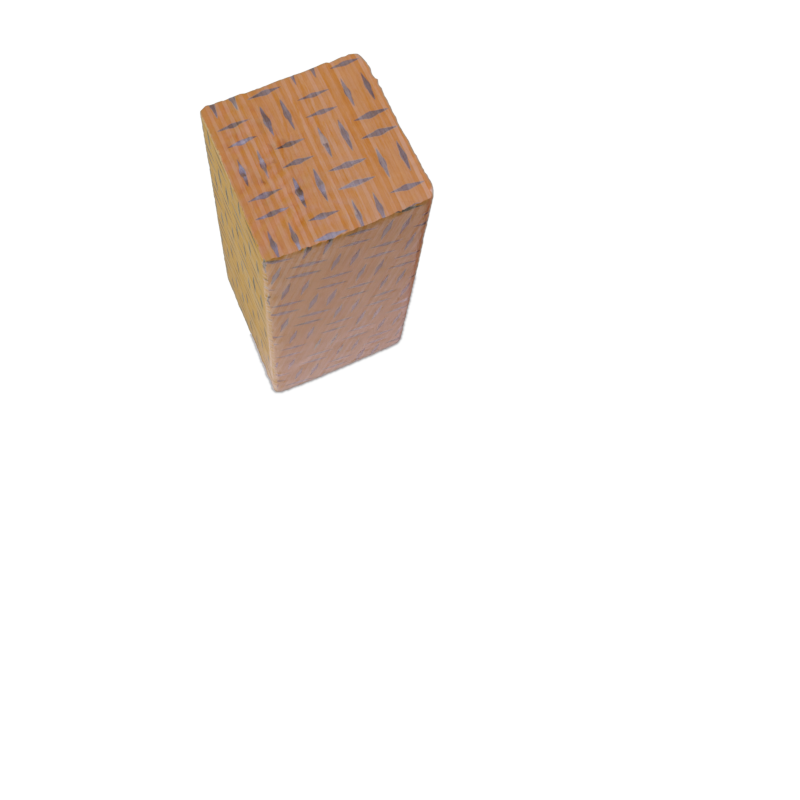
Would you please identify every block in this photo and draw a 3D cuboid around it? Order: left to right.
[{"bbox_3d":[-0.048,-0.089,0.622,0.090,0.095,0.197,-22,-16,-11],"label":"block"}]
